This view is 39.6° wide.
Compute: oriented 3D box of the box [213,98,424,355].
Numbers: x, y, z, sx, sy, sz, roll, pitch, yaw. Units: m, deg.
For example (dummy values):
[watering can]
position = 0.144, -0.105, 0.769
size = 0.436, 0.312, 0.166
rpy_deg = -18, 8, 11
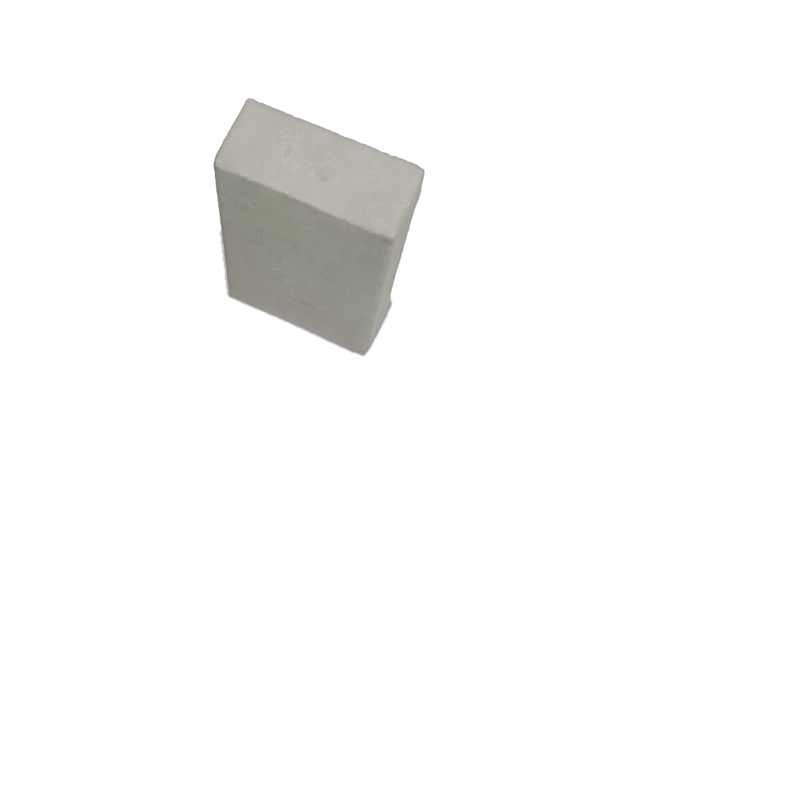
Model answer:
[box]
position = -0.046, -0.083, 0.581
size = 0.095, 0.049, 0.169
rpy_deg = 24, -15, 3
